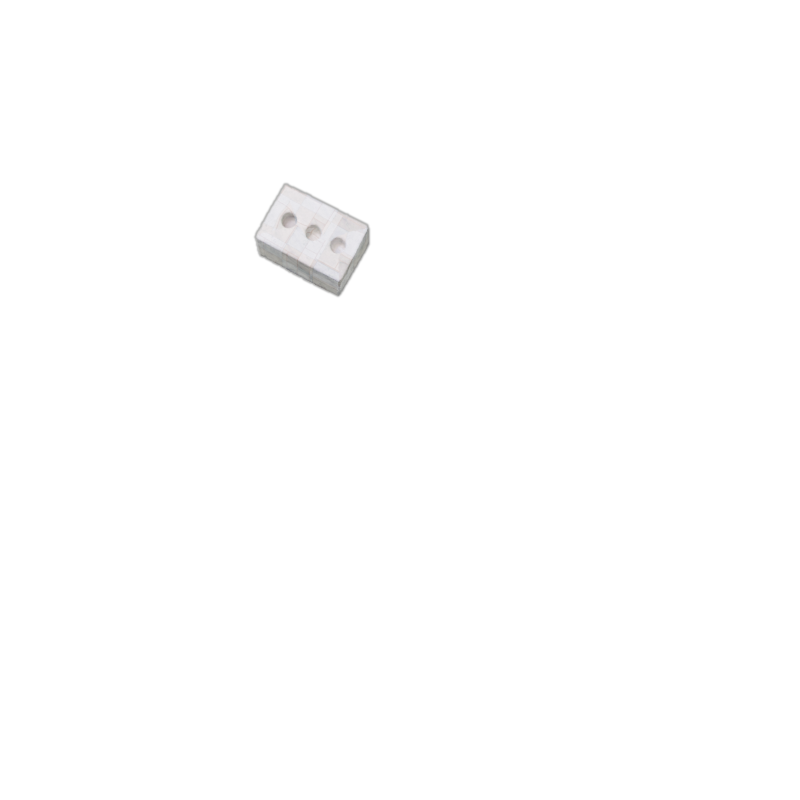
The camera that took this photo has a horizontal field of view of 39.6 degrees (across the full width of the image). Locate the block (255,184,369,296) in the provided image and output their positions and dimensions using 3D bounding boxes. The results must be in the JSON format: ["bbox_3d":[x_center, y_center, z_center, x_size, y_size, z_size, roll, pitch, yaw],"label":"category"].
[{"bbox_3d":[-0.070,-0.127,0.892,0.079,0.054,0.049,27,-13,6],"label":"block"}]
